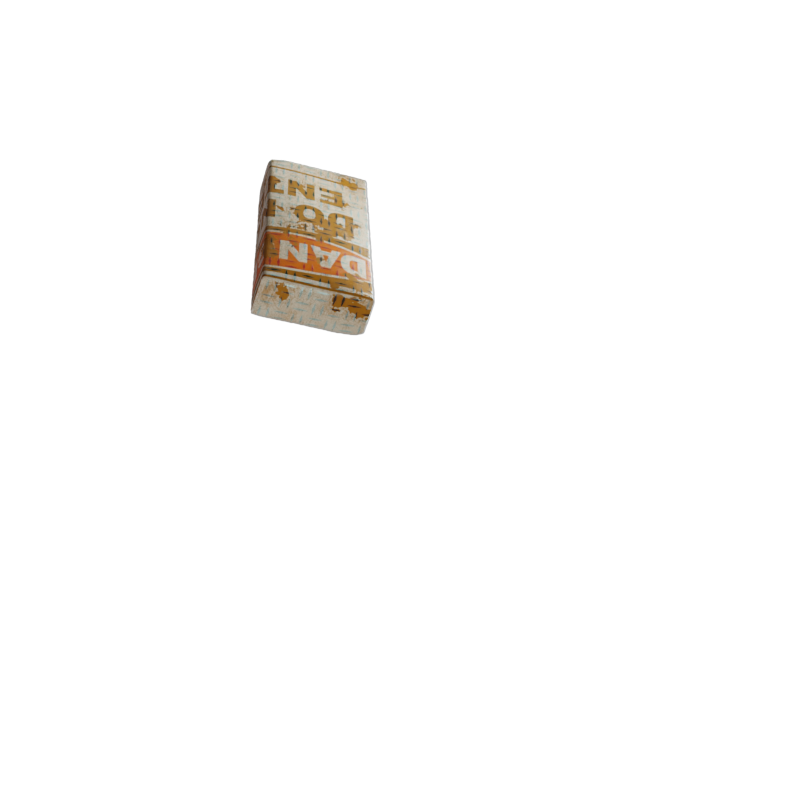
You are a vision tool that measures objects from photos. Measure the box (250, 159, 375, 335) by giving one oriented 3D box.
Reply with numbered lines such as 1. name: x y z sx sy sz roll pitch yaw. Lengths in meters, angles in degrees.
1. box: -0.073 -0.132 0.926 0.091 0.046 0.189 10 41 -13
